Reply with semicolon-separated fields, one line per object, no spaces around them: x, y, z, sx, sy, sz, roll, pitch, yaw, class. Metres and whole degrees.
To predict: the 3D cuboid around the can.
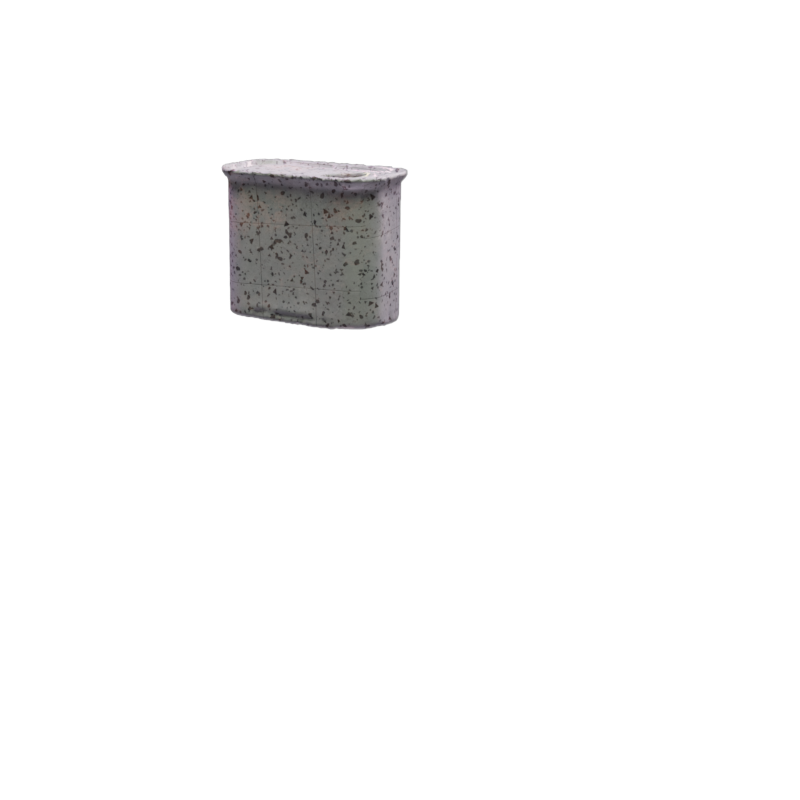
-0.048;-0.088;0.617;0.106;0.081;0.057;9;16;29;can
